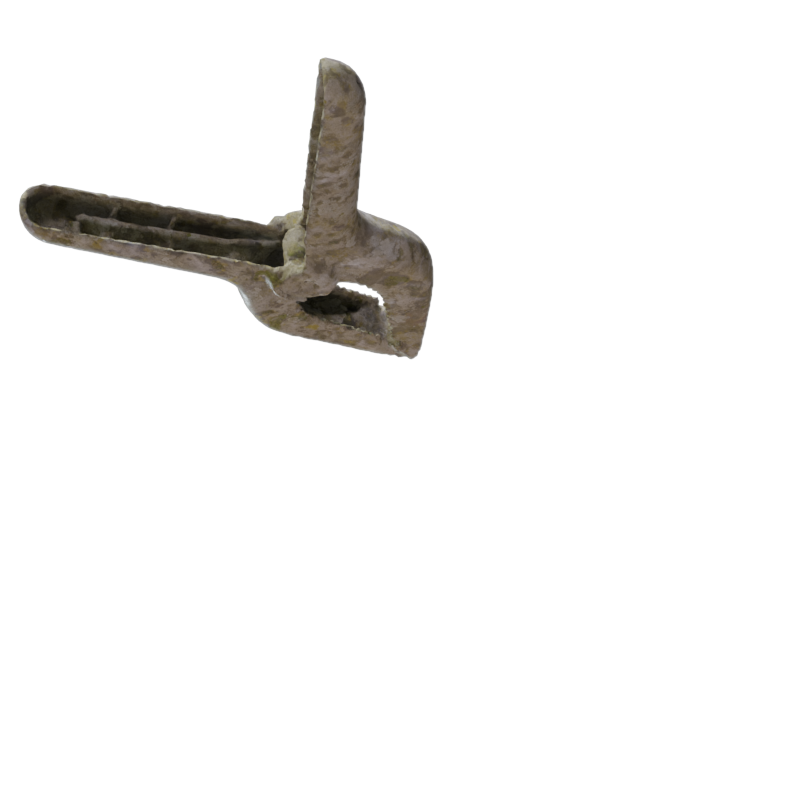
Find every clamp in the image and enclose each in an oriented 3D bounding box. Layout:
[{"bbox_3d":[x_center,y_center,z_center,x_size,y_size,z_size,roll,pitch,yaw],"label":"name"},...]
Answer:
[{"bbox_3d":[-0.039,-0.071,0.498,0.166,0.039,0.196,-18,-31,34],"label":"clamp"}]
